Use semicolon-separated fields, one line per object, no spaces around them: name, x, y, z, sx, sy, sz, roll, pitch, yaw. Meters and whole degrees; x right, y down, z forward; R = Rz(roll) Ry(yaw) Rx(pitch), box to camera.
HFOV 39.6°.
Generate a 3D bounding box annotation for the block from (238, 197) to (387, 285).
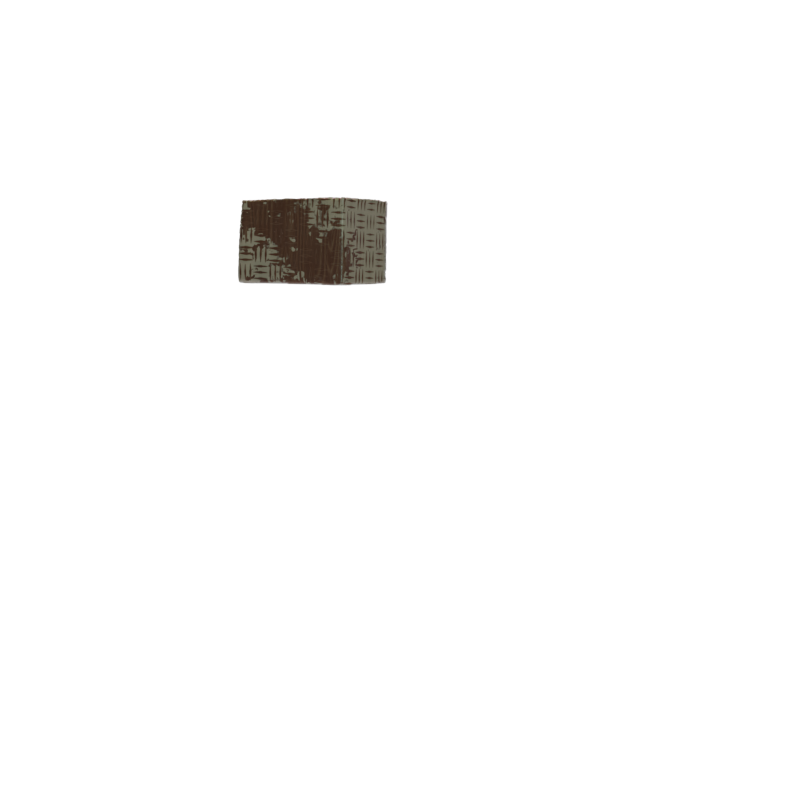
block;-0.053;-0.097;0.680;0.081;0.051;0.051;3;5;32
